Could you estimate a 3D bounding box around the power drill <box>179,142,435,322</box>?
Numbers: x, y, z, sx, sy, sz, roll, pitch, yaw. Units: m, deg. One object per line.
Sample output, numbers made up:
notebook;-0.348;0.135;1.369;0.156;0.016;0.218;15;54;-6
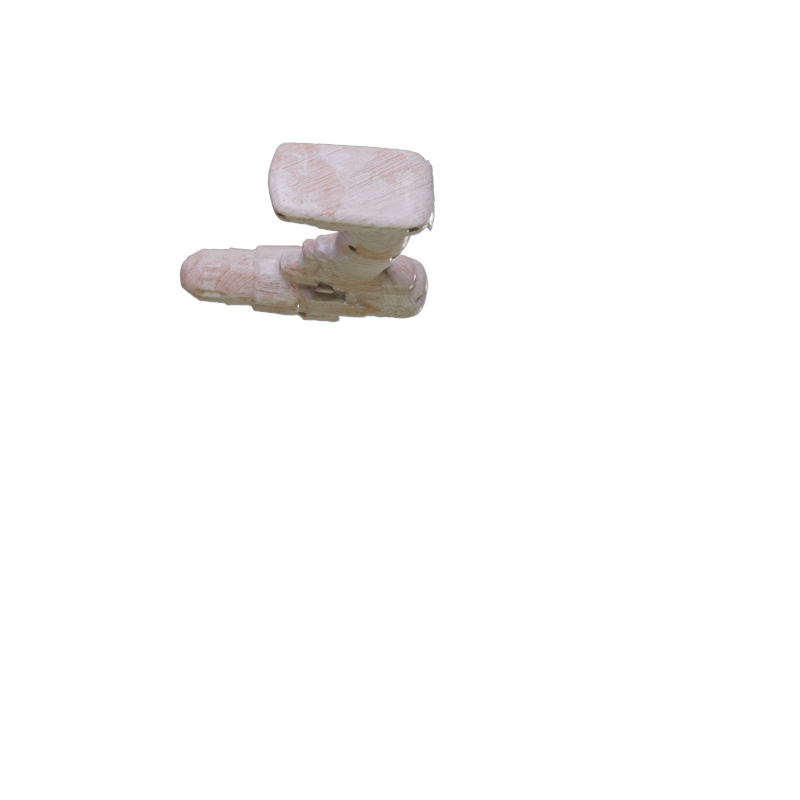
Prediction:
power drill;-0.060;-0.109;0.767;0.183;0.060;0.181;2;-17;-8
